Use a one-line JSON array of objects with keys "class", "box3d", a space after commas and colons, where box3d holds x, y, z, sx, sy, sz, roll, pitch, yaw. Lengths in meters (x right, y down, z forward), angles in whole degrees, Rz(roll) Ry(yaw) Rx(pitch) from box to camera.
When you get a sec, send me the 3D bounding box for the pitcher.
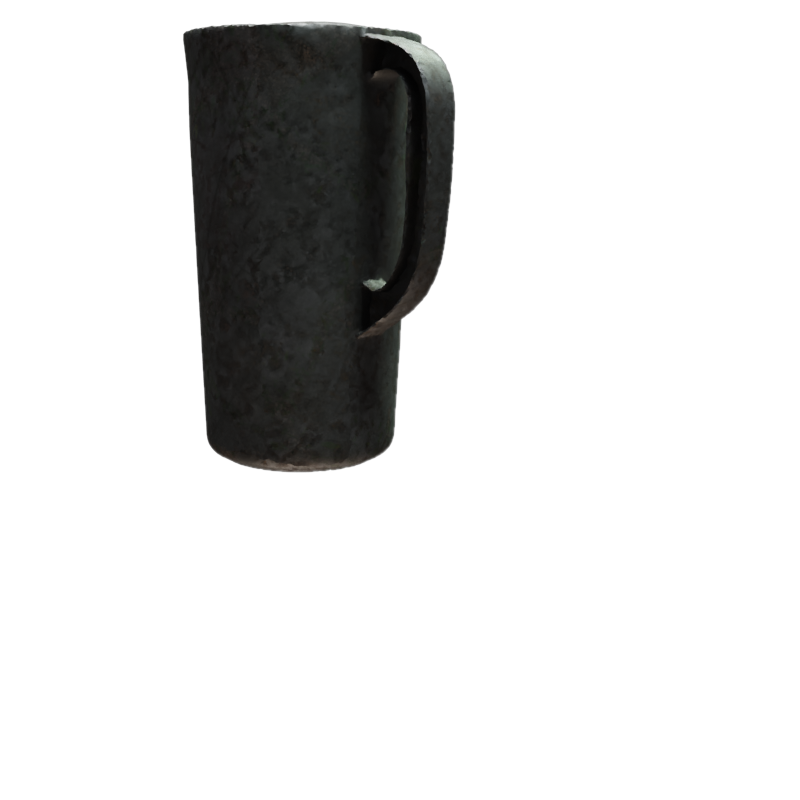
[{"class": "pitcher", "box3d": [-0.048, -0.088, 0.619, 0.145, 0.240, 0.151, 0, 7, 0]}]
